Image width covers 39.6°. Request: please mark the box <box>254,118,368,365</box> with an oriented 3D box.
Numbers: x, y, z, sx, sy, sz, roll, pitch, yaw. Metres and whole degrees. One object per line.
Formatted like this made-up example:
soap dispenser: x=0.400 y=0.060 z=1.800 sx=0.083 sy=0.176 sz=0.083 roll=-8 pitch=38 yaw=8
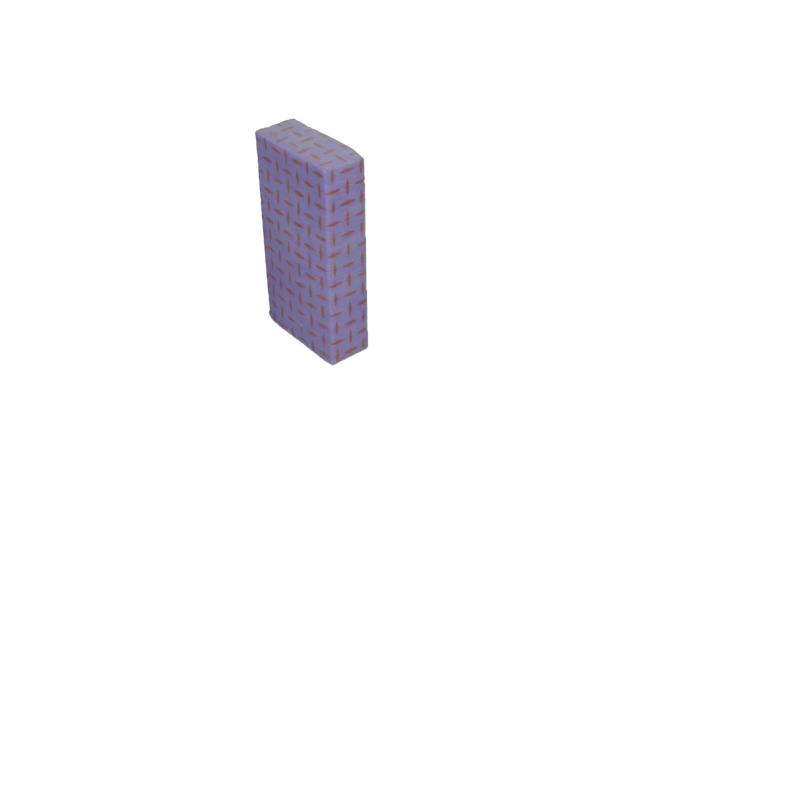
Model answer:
box: x=-0.069 y=-0.126 z=0.880 sx=0.047 sy=0.165 sz=0.100 roll=-21 pitch=39 yaw=-33
